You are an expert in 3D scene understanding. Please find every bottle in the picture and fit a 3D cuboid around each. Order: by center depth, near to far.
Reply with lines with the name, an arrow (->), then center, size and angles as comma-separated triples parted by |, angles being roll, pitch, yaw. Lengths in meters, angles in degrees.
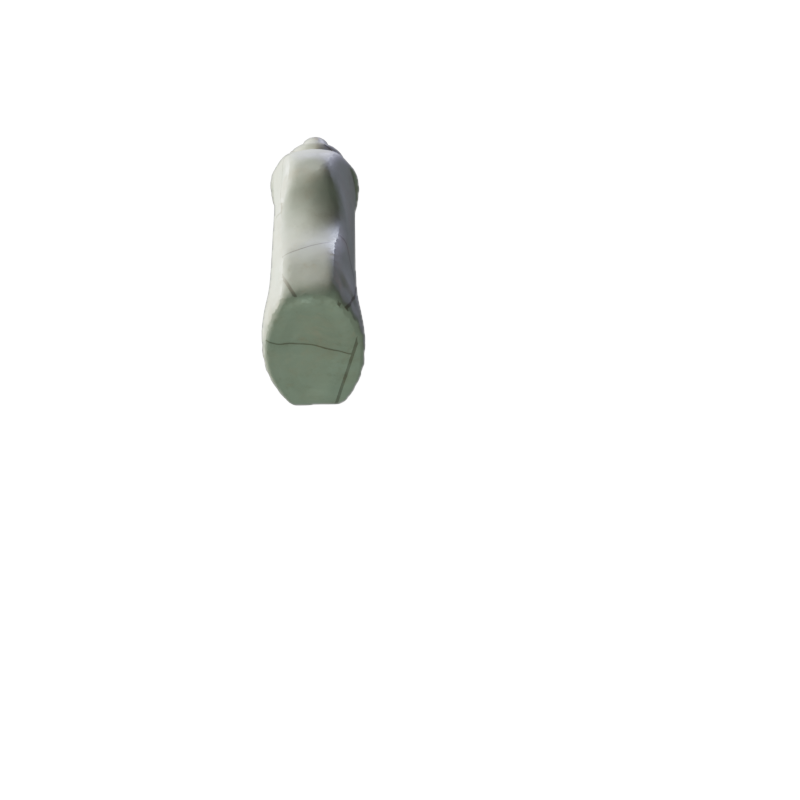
bottle -> -0.053, -0.098, 0.683 | 0.058, 0.206, 0.089 | -4, -43, 0
